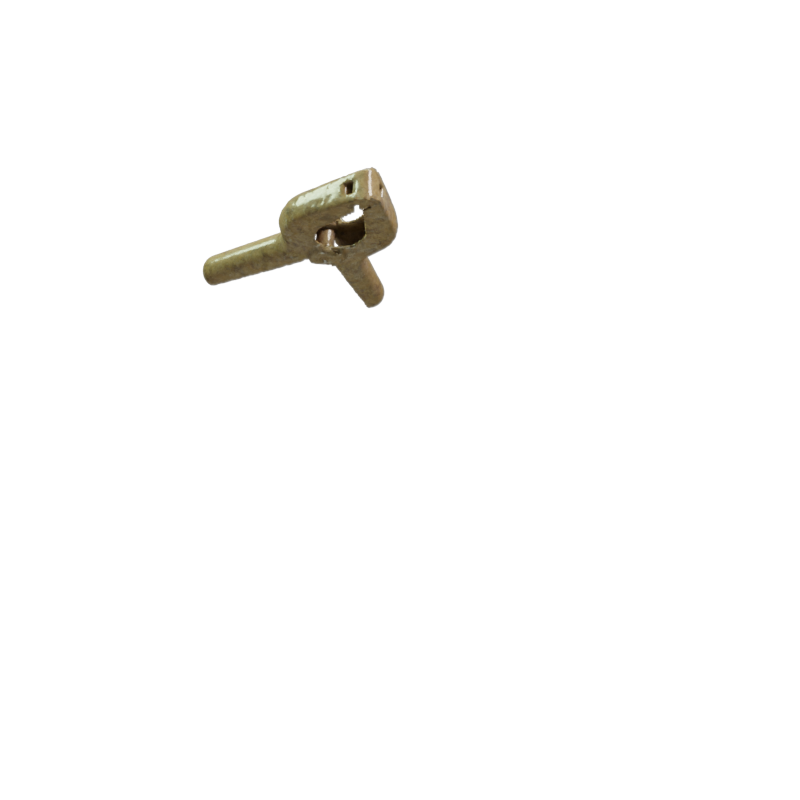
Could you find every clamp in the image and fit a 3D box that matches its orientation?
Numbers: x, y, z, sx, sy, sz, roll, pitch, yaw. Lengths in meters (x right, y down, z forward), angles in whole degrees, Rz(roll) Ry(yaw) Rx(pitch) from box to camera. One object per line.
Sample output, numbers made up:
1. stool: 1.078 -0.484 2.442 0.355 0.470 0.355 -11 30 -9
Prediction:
1. clamp: -0.071 -0.129 0.904 0.162 0.038 0.203 5 -20 -13
